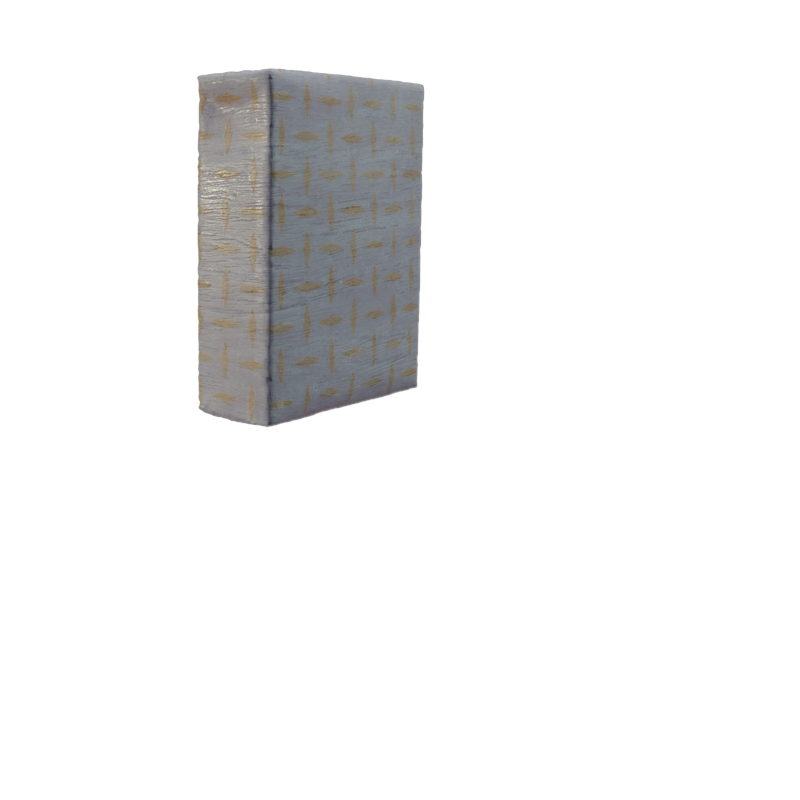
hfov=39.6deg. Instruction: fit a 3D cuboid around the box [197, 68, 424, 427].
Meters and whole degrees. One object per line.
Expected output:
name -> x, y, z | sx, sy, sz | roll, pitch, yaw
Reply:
box -> -0.057, -0.104, 0.729 | 0.075, 0.211, 0.159 | 4, 7, 36
